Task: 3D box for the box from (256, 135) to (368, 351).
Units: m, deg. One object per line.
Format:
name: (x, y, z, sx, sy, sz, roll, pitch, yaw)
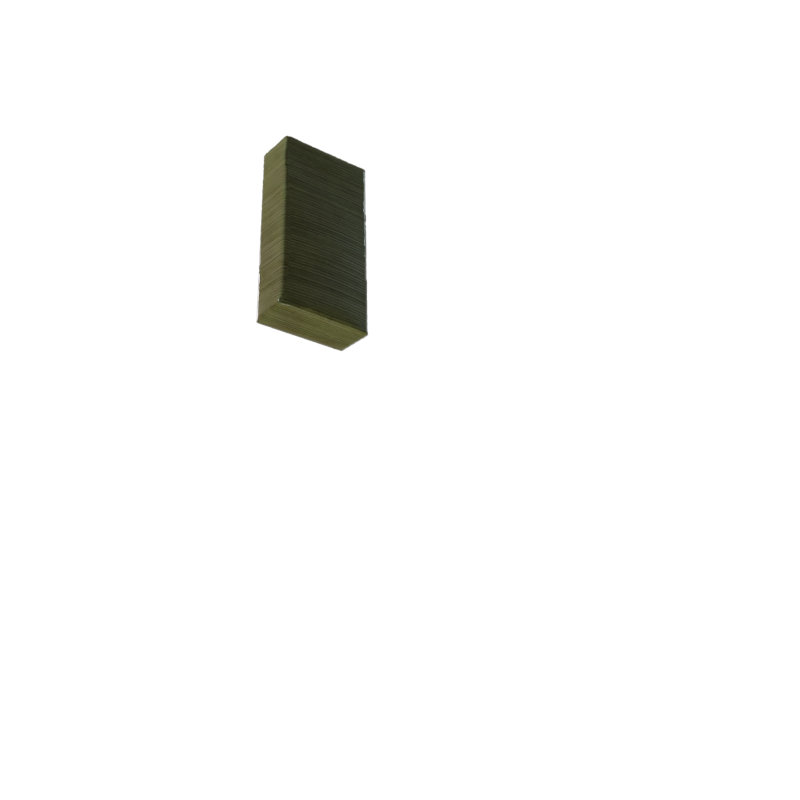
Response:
box: (-0.077, -0.140, 0.982, 0.088, 0.188, 0.047, 19, -38, -31)
